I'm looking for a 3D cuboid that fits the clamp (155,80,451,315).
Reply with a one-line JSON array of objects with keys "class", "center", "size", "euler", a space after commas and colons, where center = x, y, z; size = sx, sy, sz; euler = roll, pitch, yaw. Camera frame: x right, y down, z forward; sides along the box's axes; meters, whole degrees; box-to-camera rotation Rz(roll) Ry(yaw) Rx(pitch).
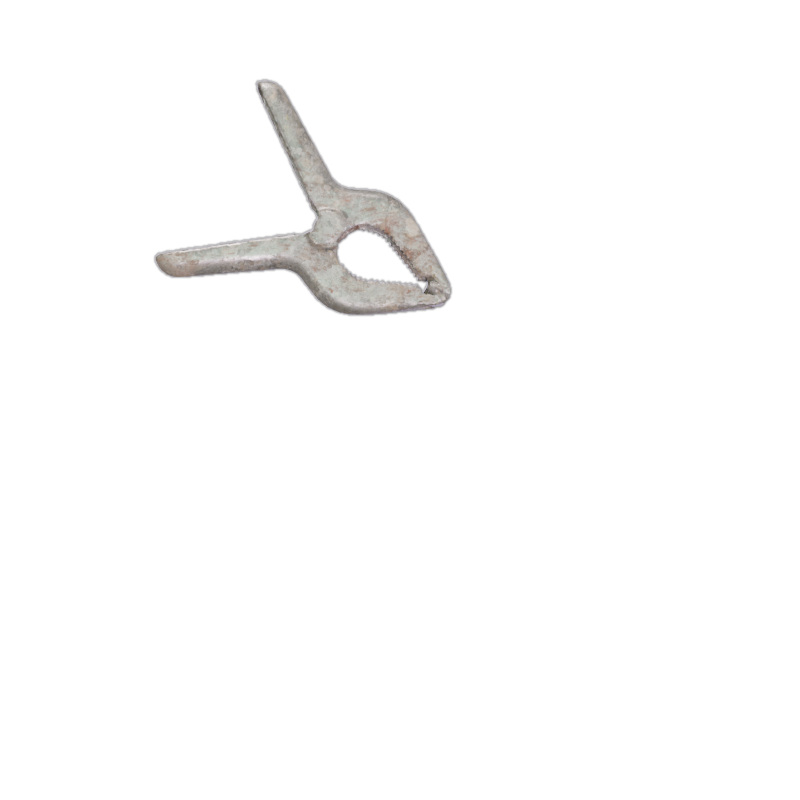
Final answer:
[{"class": "clamp", "center": [-0.064, -0.116, 0.815], "size": [0.213, 0.166, 0.035], "euler": [35, -8, 5]}]
